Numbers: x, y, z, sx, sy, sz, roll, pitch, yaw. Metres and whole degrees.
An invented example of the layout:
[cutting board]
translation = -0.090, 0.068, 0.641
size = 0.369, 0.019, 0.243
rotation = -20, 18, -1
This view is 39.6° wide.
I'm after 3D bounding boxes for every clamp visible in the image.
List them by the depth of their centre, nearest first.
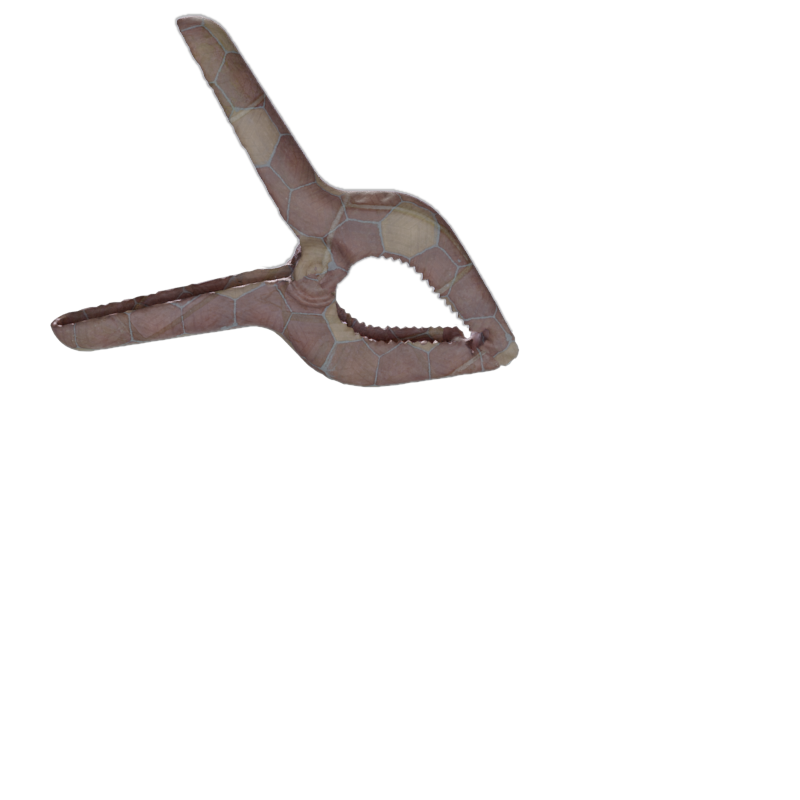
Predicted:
[clamp]
translation = -0.040, -0.073, 0.508
size = 0.208, 0.160, 0.038
rotation = 17, 15, -5
